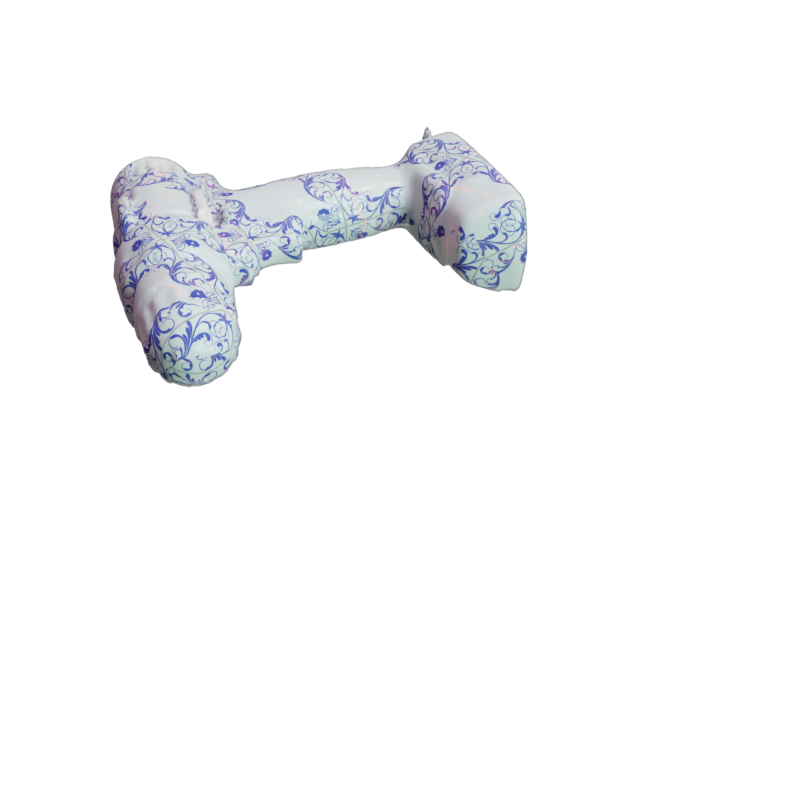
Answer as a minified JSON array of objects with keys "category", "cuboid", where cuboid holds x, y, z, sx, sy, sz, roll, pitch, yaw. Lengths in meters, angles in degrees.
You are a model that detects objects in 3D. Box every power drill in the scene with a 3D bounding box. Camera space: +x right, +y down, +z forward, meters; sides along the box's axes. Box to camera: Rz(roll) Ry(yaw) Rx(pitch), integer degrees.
[{"category":"power drill","cuboid":[-0.041,-0.074,0.521,0.185,0.054,0.198,-8,33,-13]}]
